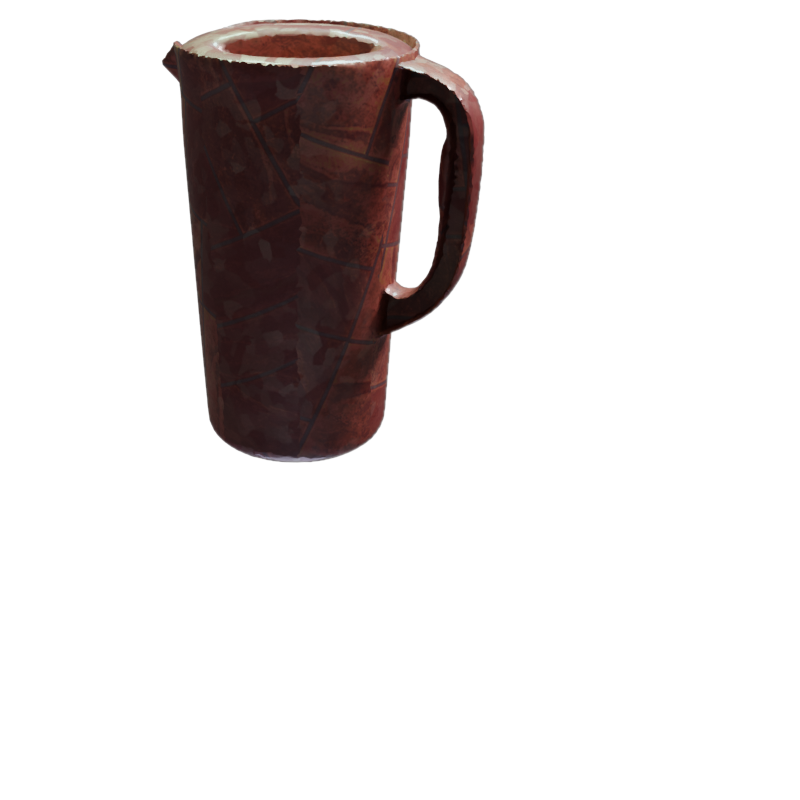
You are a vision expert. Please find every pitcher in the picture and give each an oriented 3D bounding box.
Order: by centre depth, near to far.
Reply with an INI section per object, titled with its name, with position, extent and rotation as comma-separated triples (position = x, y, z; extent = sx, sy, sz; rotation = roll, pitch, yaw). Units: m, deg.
[pitcher]
position = -0.049, -0.090, 0.632
extent = 0.142, 0.231, 0.160
rotation = -8, 25, -21
